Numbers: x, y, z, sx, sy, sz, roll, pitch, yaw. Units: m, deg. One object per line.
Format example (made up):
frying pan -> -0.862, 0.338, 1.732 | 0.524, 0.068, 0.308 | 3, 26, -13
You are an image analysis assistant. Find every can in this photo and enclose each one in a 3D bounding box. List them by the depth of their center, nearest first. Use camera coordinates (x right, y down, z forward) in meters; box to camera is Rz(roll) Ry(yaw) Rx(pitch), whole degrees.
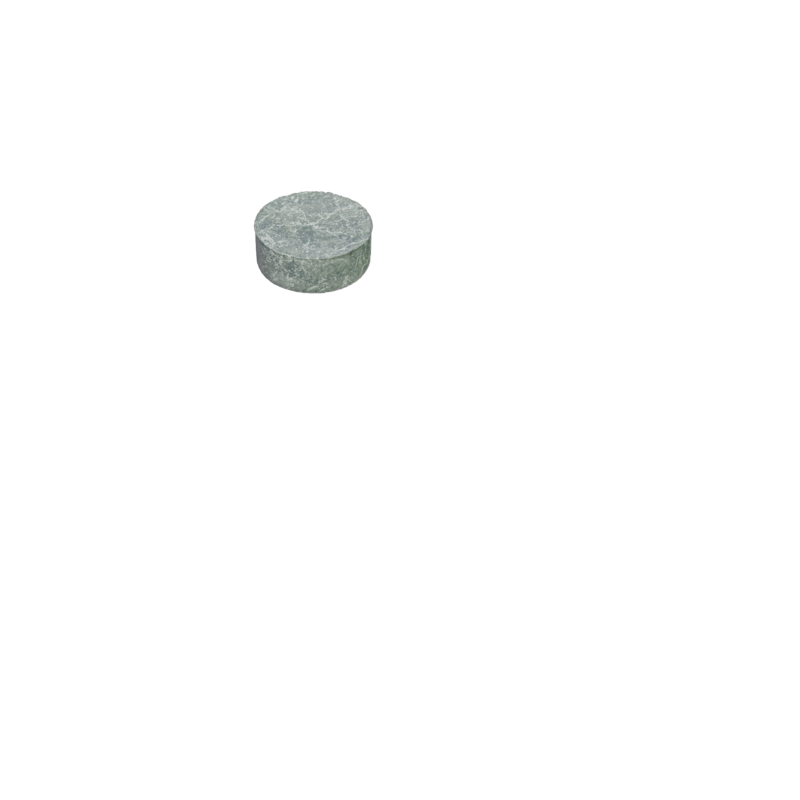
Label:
can -> -0.063, -0.115, 0.806 | 0.086, 0.031, 0.092 | -1, 40, -2
